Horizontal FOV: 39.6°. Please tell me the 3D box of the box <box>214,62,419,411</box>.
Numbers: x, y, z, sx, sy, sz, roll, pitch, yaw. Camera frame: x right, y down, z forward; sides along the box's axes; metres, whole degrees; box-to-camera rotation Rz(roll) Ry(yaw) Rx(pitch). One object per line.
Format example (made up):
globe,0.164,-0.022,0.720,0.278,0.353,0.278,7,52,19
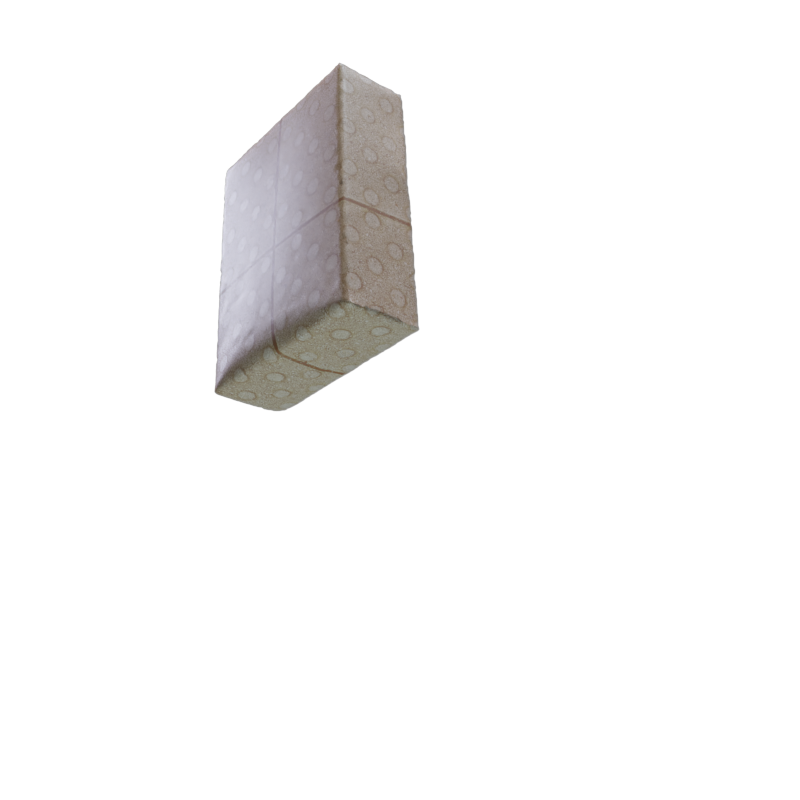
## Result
box,-0.066,-0.120,0.839,0.068,0.228,0.163,22,-39,-34
